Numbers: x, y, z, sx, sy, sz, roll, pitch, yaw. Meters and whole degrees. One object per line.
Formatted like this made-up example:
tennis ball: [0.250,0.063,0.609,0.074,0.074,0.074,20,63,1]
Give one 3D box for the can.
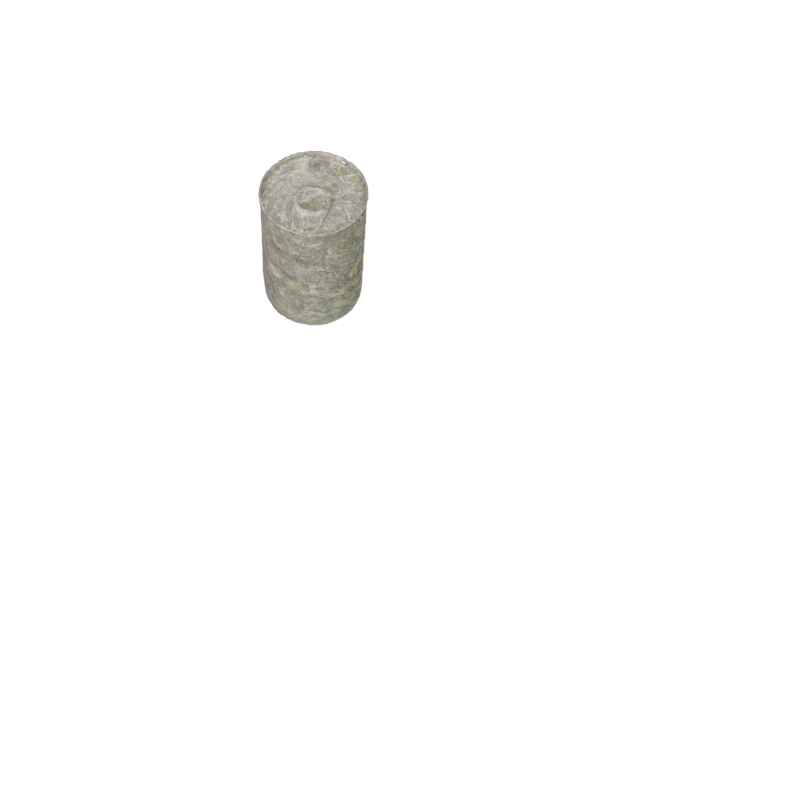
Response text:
can: [-0.057,-0.103,0.722,0.068,0.073,0.096,0,-33,-3]
